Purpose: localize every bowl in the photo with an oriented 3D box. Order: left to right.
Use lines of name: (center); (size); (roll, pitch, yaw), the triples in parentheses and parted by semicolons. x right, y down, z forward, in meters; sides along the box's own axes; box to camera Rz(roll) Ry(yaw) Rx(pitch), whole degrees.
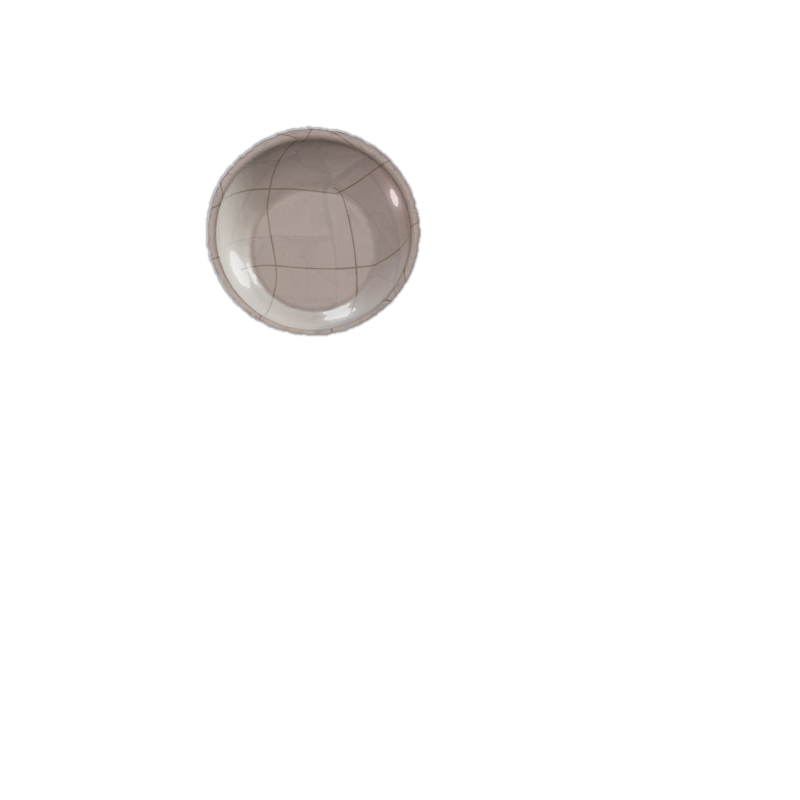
bowl: (-0.064, -0.116, 0.816); (0.162, 0.157, 0.057); (0, 15, -1)
